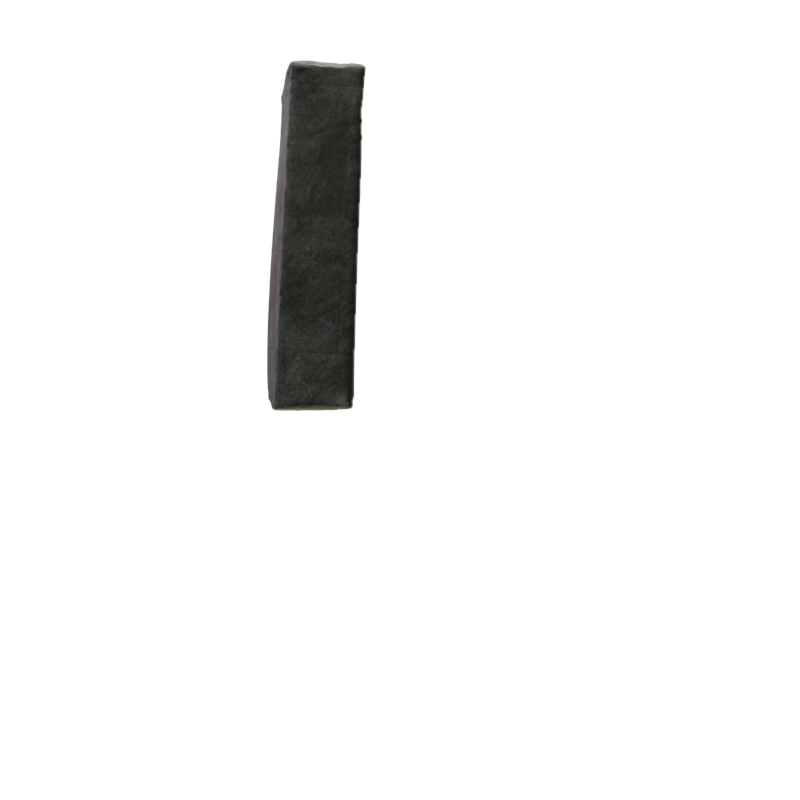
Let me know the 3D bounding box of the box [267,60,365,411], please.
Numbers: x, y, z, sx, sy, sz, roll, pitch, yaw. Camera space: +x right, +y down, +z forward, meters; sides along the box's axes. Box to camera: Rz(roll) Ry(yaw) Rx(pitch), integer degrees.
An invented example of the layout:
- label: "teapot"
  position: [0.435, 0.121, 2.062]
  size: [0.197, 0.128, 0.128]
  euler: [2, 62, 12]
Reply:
- label: "box"
  position: [-0.047, -0.085, 0.595]
  size: [0.048, 0.178, 0.093]
  euler: [0, -4, -8]
